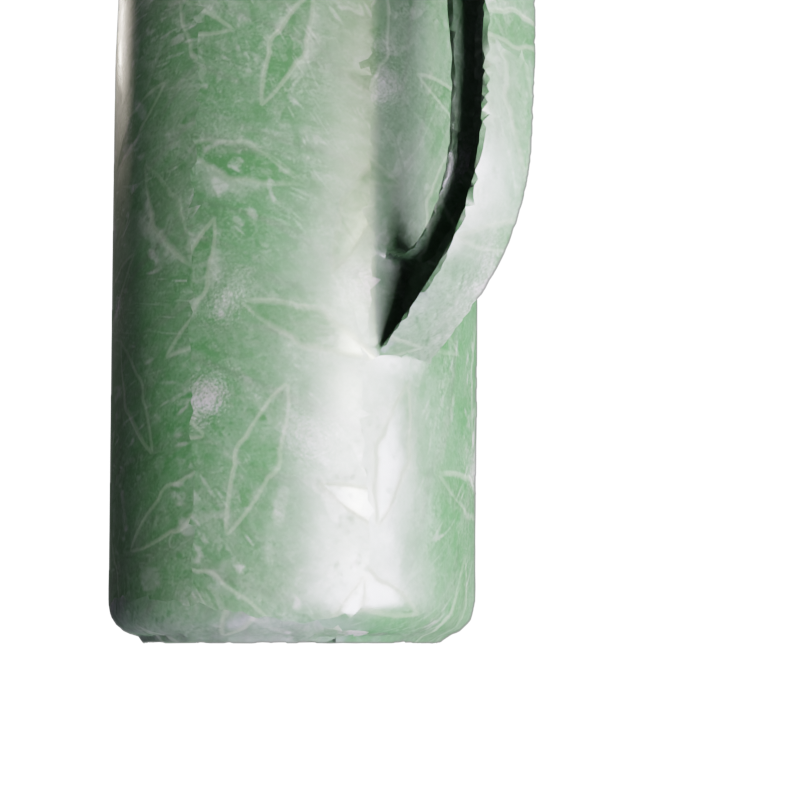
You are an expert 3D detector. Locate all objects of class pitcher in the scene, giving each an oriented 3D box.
[{"bbox_3d":[-0.028,-0.051,0.357,0.146,0.254,0.142,-3,-17,7],"label":"pitcher"}]
